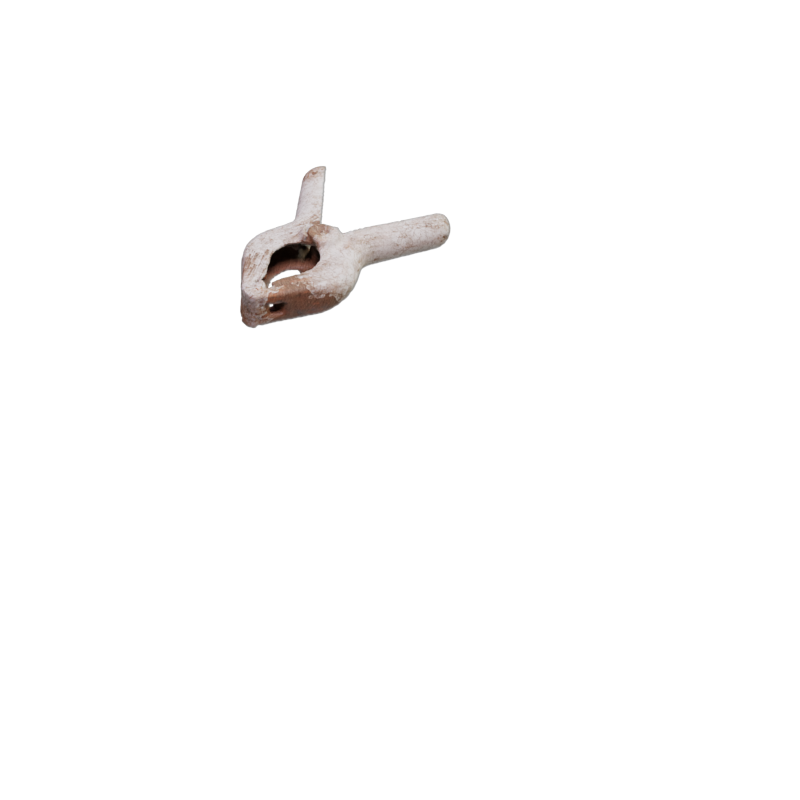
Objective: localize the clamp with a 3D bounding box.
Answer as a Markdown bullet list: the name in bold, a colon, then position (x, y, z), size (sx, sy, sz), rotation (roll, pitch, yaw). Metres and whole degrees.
- **clamp**: position (-0.060, -0.110, 0.767), size (0.128, 0.037, 0.172), rotation (27, 43, 32)
